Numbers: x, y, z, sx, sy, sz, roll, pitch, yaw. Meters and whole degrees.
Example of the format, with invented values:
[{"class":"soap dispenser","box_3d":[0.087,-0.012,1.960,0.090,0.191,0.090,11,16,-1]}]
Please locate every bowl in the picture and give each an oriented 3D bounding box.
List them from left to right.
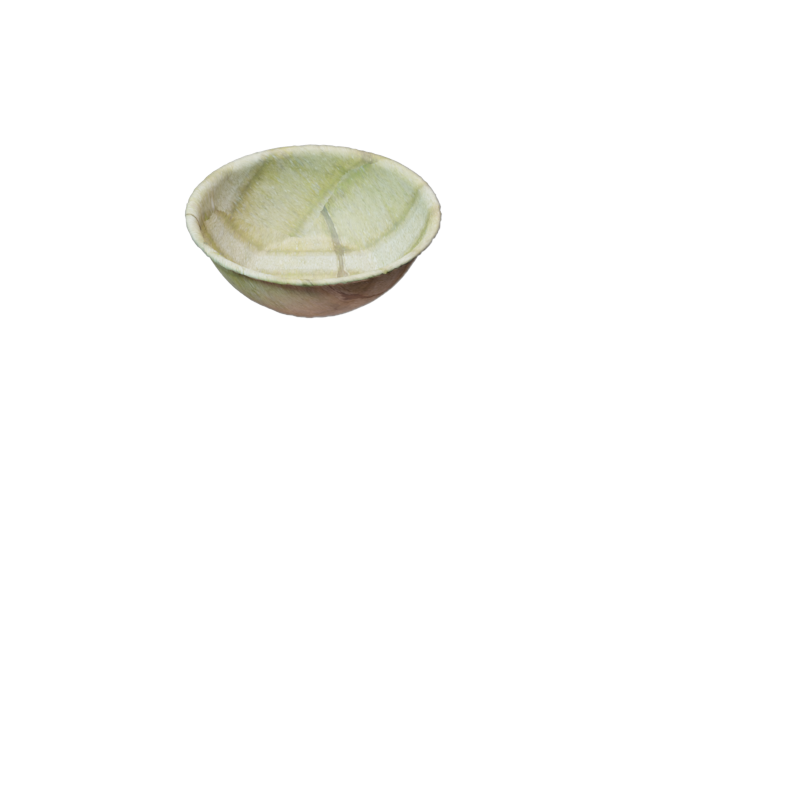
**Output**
[{"class":"bowl","box_3d":[-0.056,-0.102,0.714,0.162,0.051,0.174,-1,39,-2]}]
